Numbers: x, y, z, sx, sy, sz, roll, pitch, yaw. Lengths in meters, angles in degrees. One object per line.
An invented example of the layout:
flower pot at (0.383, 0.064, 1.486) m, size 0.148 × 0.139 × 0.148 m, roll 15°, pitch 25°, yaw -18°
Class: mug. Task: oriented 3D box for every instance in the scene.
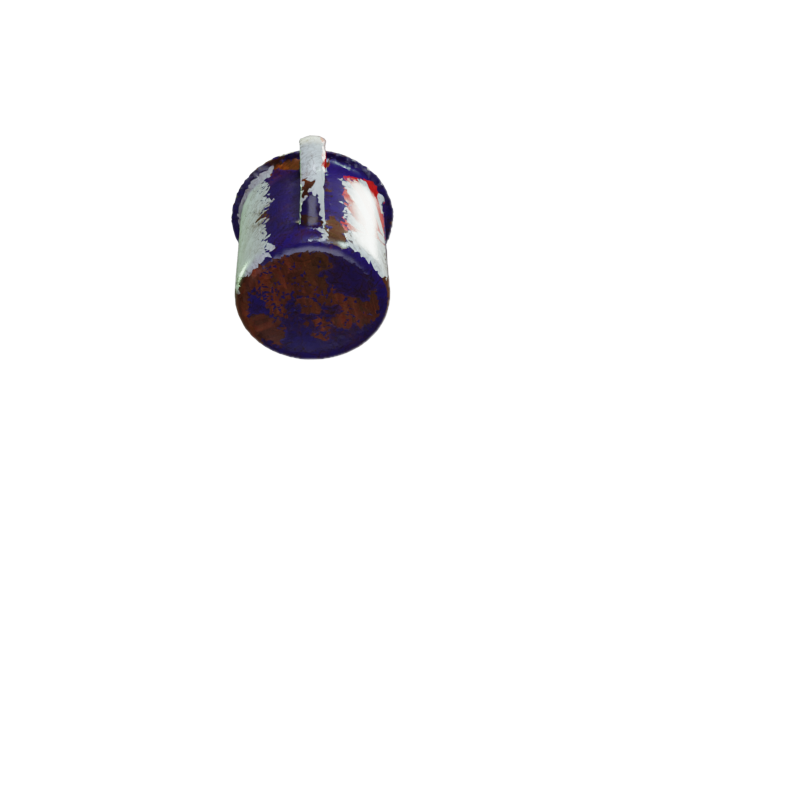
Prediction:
mug at (-0.047, -0.086, 0.599) m, size 0.093 × 0.110 × 0.087 m, roll 2°, pitch 39°, yaw -4°
